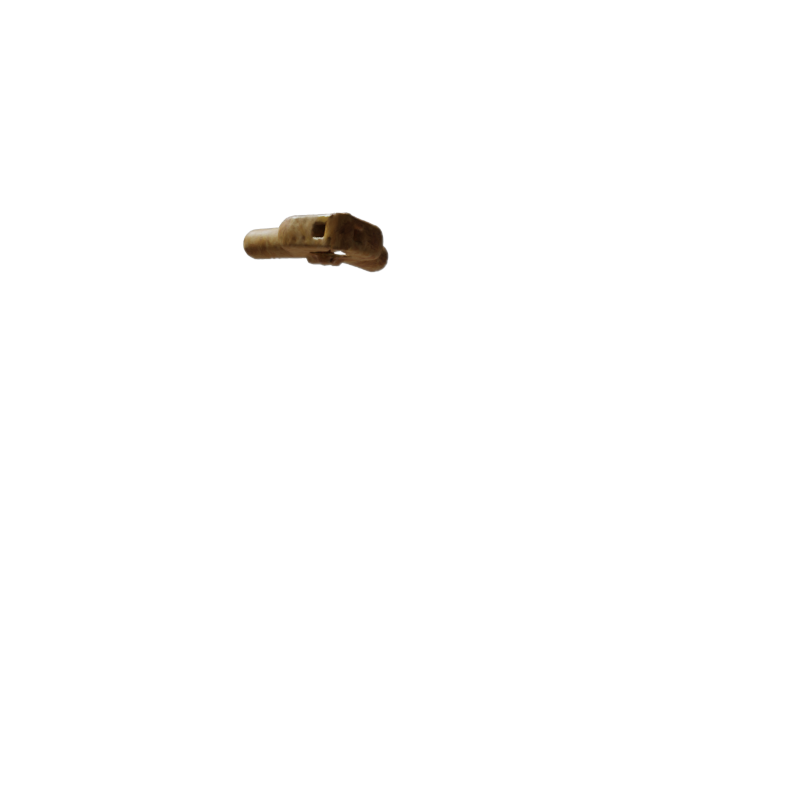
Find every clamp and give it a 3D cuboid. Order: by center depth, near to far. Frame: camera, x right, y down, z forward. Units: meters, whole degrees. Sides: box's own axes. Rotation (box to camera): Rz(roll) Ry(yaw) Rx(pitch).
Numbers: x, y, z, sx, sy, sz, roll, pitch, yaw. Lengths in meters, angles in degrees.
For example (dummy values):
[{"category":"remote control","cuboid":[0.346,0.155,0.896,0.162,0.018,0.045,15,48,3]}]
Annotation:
[{"category":"clamp","cuboid":[-0.067,-0.122,0.857,0.120,0.040,0.169,0,-1,-1]}]
